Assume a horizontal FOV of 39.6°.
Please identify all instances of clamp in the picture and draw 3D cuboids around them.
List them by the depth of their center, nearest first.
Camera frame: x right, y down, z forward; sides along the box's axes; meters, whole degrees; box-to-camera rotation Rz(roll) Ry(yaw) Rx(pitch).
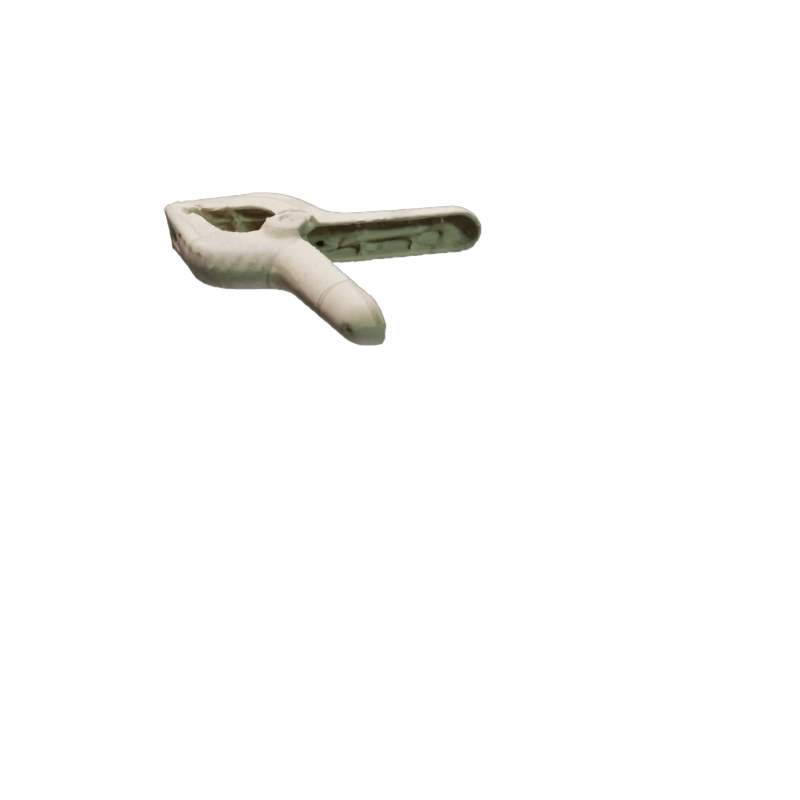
[{"bbox_3d":[-0.046,-0.084,0.589,0.182,0.037,0.120,22,37,33],"label":"clamp"}]
